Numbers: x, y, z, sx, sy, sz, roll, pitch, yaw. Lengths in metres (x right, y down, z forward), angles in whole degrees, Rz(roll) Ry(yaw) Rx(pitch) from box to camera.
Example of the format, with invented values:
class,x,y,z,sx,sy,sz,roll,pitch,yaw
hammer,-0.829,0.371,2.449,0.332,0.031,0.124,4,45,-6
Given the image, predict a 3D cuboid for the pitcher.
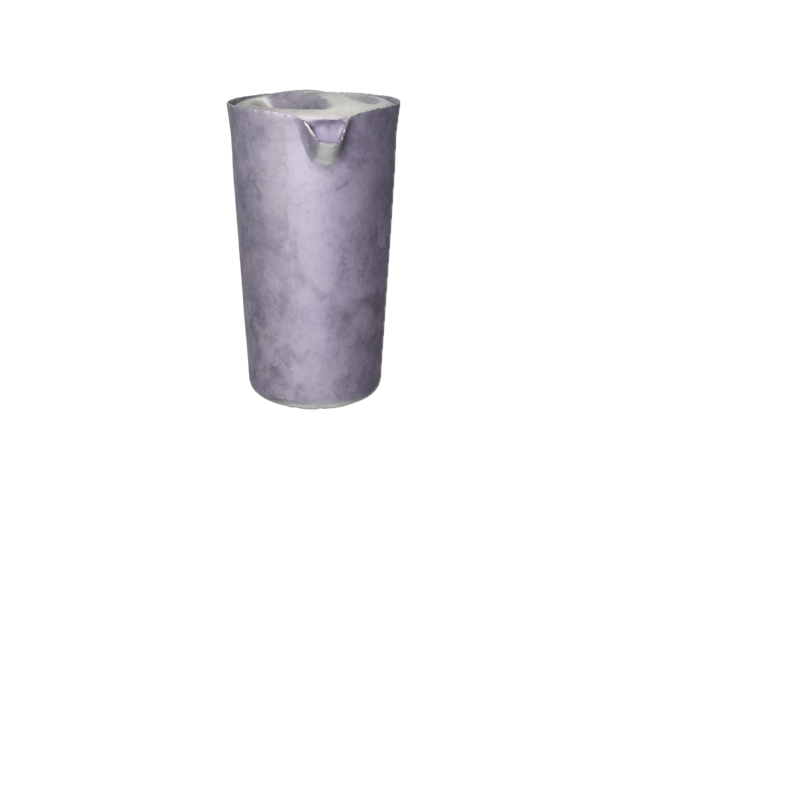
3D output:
class,x,y,z,sx,sy,sz,roll,pitch,yaw
pitcher,-0.070,-0.127,0.889,0.152,0.234,0.148,12,20,32
